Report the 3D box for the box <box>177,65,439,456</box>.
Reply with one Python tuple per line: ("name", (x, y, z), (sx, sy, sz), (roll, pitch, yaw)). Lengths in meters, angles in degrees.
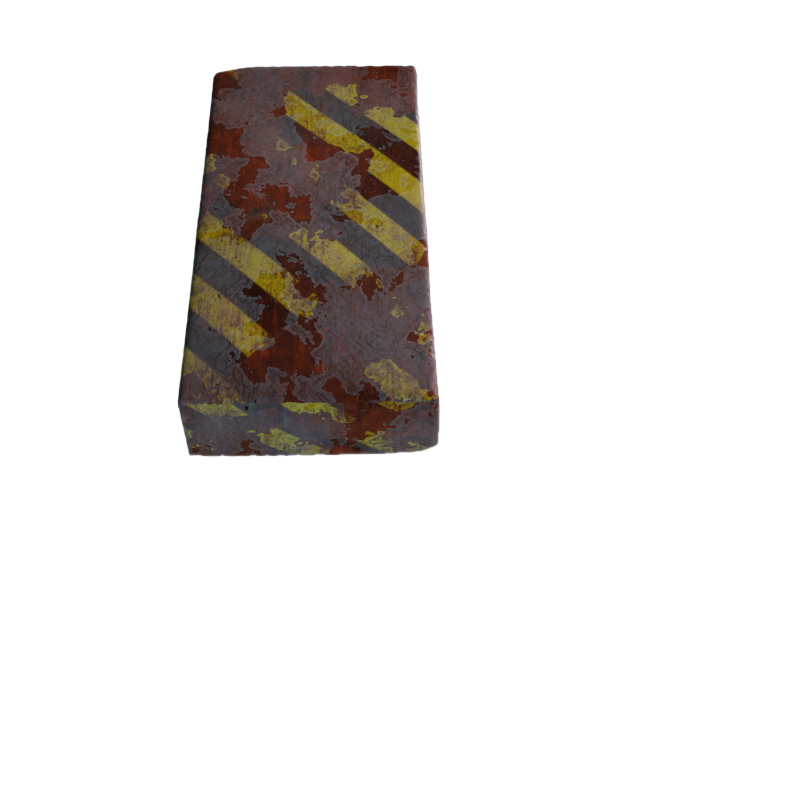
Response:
("box", (-0.035, -0.064, 0.449), (0.093, 0.189, 0.045), (-2, -35, -1))
